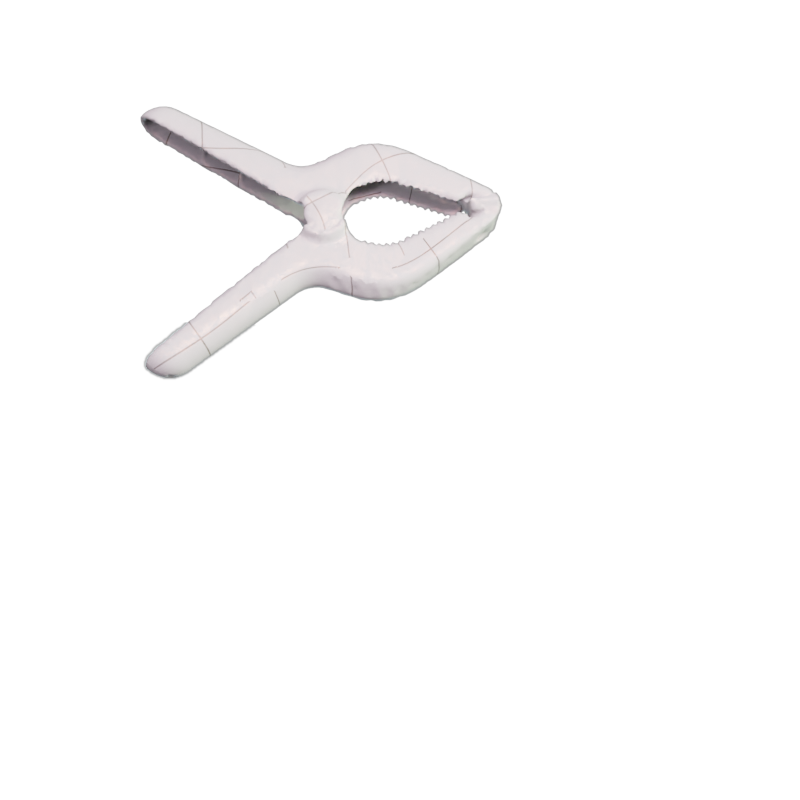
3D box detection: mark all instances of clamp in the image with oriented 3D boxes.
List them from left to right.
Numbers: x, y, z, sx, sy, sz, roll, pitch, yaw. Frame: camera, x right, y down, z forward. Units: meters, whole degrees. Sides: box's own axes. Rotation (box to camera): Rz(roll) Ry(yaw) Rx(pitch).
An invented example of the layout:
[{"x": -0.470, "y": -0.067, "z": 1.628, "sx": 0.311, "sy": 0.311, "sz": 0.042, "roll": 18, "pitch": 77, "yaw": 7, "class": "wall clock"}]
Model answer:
[{"x": -0.049, "y": -0.089, "z": 0.625, "sx": 0.210, "sy": 0.173, "sz": 0.035, "roll": 1, "pitch": -22, "yaw": 0, "class": "clamp"}]
